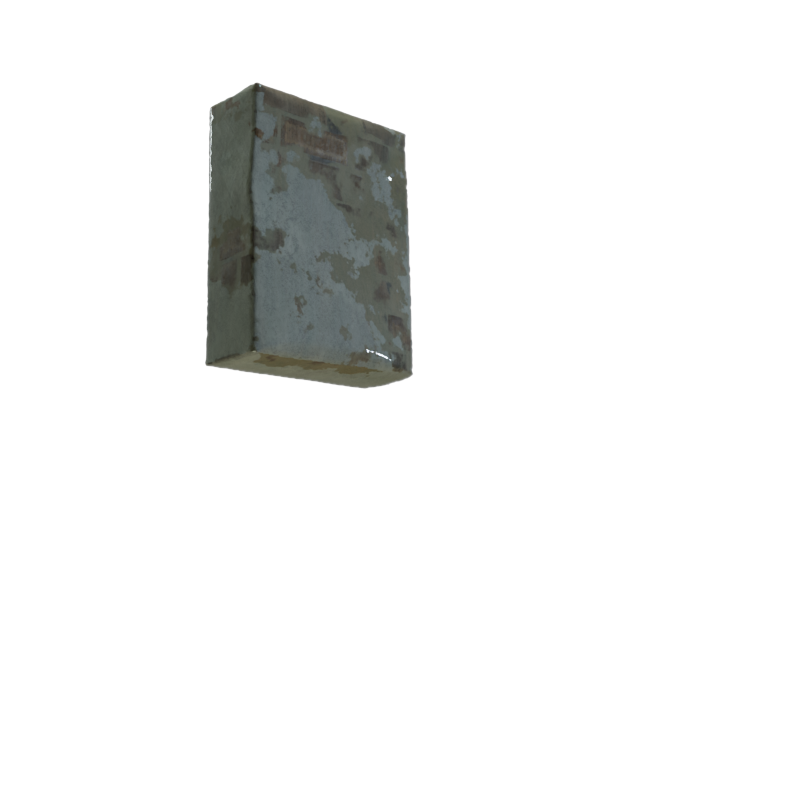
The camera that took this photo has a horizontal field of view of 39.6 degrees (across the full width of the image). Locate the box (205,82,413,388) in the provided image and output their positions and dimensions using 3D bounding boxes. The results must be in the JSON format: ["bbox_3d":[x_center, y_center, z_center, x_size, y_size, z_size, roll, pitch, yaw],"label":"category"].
[{"bbox_3d":[-0.069,-0.126,0.881,0.156,0.222,0.073,11,-20,-40],"label":"box"}]
